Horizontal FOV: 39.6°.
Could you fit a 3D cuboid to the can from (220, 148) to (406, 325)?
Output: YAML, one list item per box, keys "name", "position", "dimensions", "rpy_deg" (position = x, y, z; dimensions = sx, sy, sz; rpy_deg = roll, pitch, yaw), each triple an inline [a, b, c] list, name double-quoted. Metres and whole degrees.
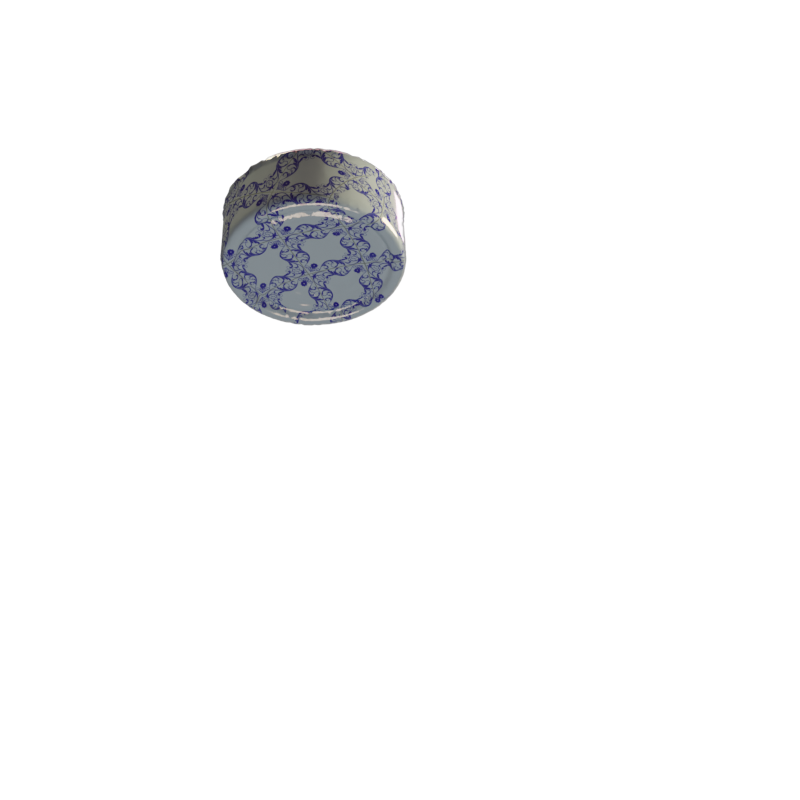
- name: "can"
  position: [-0.040, -0.073, 0.512]
  dimensions: [0.086, 0.036, 0.080]
  rpy_deg: [1, -40, -2]
